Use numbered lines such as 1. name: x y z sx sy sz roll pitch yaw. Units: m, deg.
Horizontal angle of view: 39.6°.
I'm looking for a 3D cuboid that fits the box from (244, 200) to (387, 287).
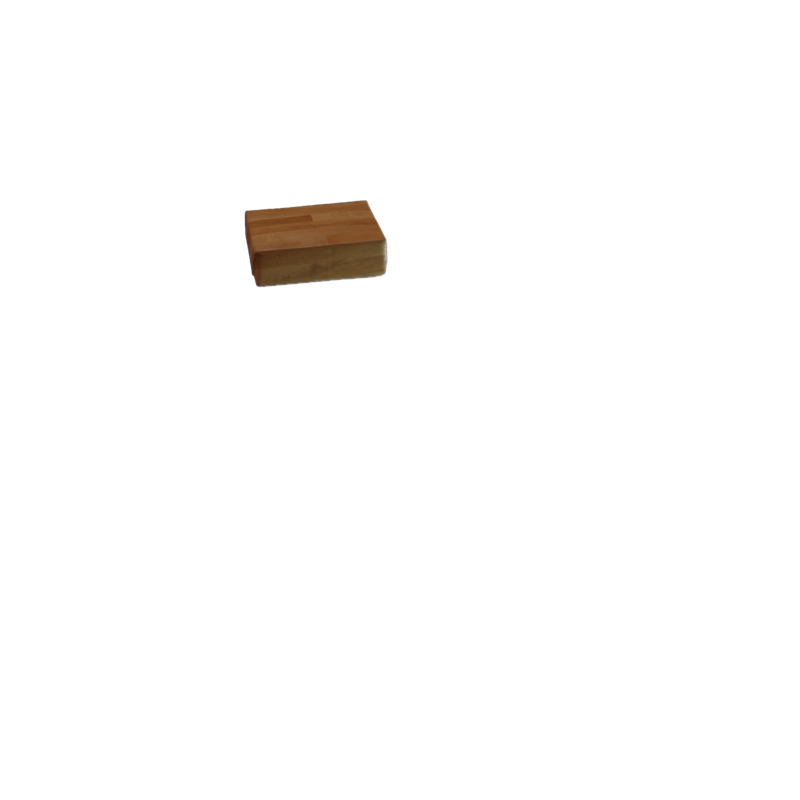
1. box: -0.074 -0.135 0.949 0.112 0.037 0.096 -5 31 -9
